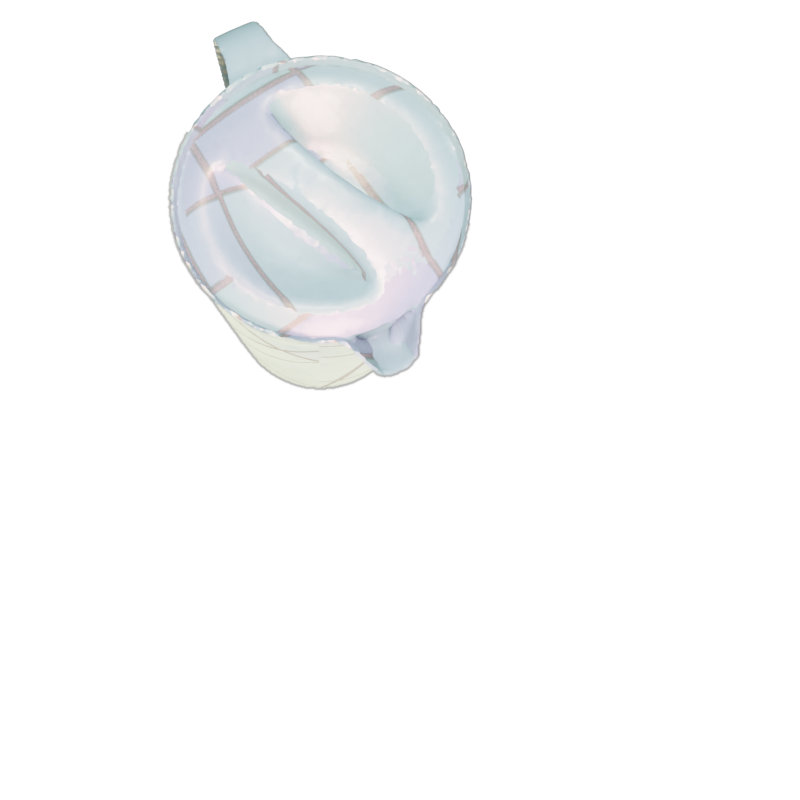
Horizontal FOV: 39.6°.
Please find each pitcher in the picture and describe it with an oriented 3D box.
[{"bbox_3d":[-0.047,-0.085,0.598,0.146,0.153,0.236,19,-10,0],"label":"pitcher"}]
